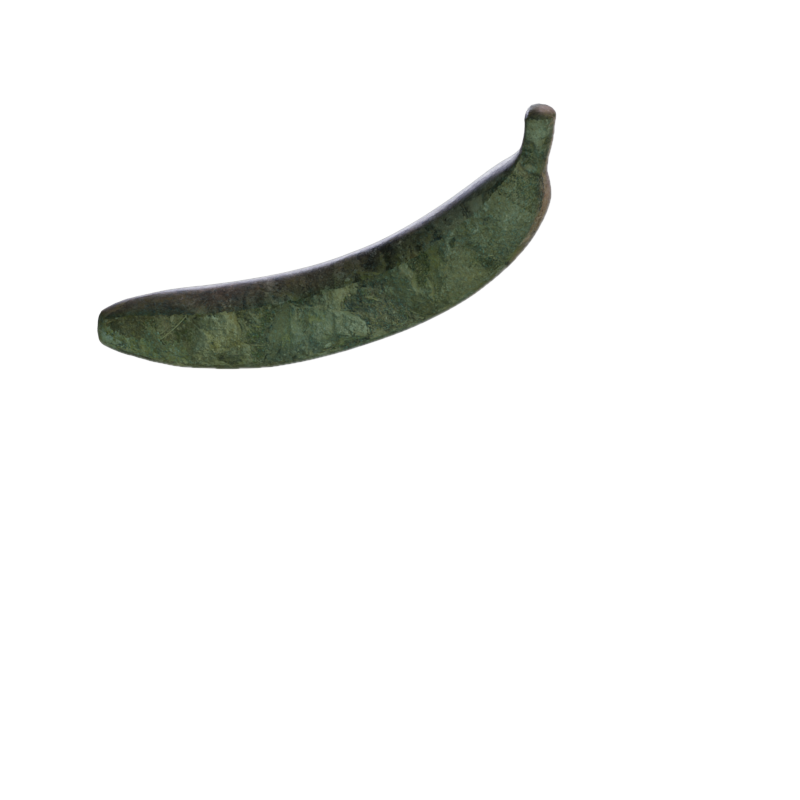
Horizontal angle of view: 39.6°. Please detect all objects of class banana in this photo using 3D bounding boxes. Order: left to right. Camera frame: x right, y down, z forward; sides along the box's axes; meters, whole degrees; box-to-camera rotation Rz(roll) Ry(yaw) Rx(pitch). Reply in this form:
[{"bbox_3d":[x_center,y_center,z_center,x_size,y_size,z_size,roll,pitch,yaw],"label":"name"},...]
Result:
[{"bbox_3d":[-0.021,-0.050,0.433,0.198,0.065,0.039,-24,32,16],"label":"banana"}]
